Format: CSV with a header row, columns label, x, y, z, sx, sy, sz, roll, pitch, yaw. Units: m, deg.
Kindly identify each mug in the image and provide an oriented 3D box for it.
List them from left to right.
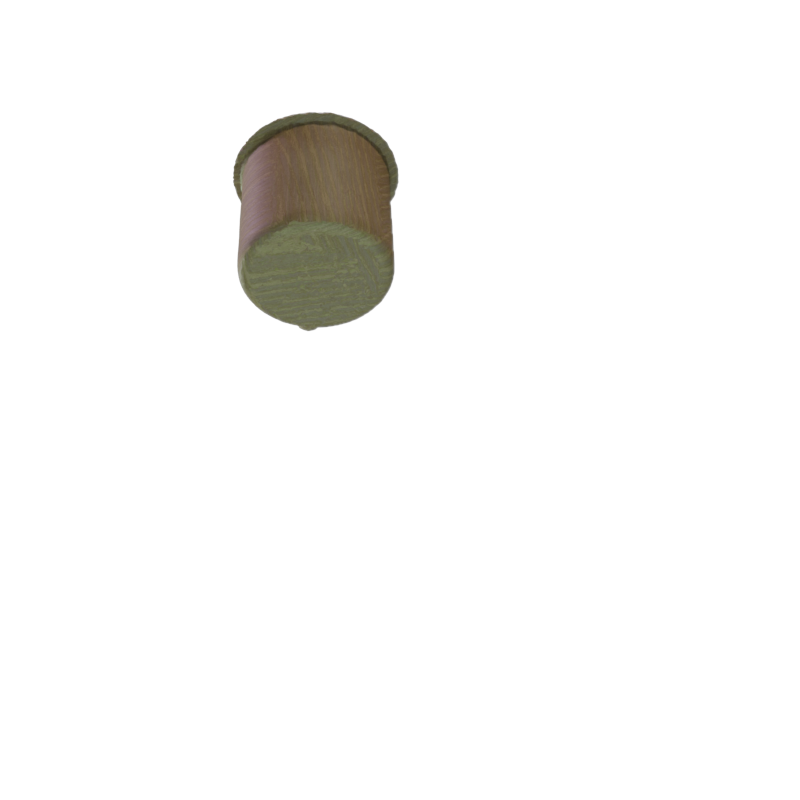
label,x,y,z,sx,sy,sz,roll,pitch,yaw
mug,-0.047,-0.086,0.604,0.092,0.088,0.110,5,-43,-8
